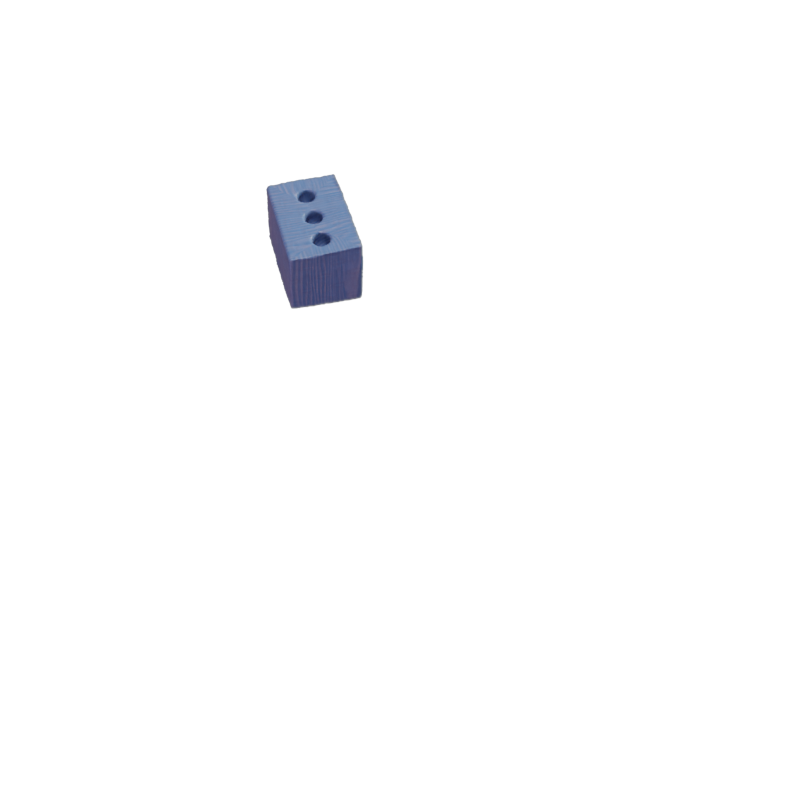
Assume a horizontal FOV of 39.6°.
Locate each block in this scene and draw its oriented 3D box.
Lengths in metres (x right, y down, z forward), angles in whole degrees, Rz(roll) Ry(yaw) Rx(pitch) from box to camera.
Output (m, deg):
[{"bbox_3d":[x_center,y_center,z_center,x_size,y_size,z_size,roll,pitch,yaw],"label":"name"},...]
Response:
[{"bbox_3d":[-0.061,-0.112,0.785,0.052,0.084,0.048,-11,-39,-12],"label":"block"}]
